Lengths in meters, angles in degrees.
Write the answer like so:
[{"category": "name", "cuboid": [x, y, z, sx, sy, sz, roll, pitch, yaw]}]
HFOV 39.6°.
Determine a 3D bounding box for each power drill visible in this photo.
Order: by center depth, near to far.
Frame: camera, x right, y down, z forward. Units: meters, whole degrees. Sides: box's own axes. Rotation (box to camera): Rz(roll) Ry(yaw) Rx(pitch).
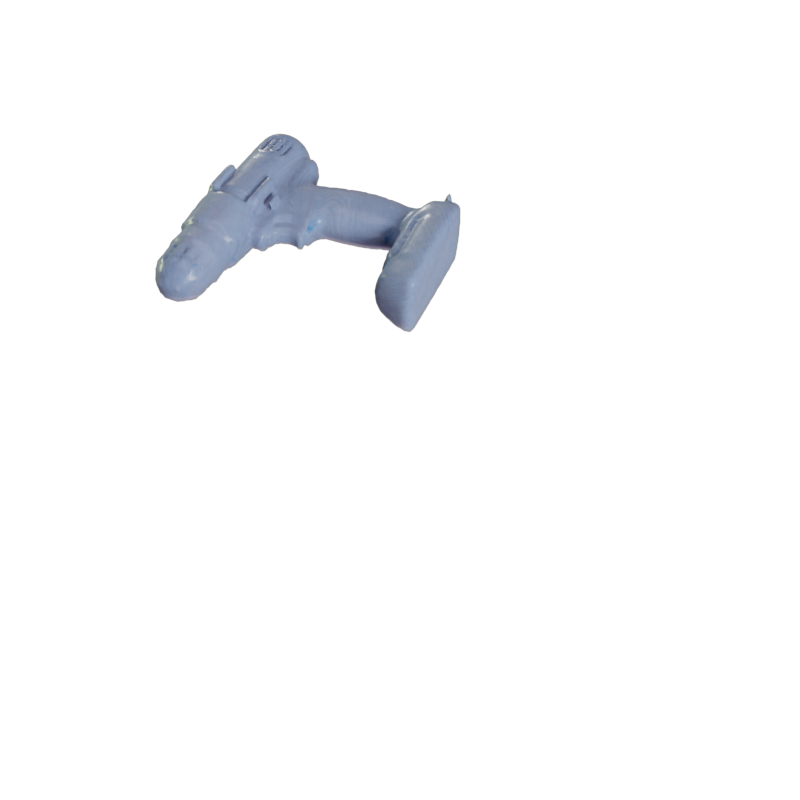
[{"category": "power drill", "cuboid": [-0.064, -0.116, 0.812, 0.194, 0.053, 0.191, 20, 50, 17]}]
